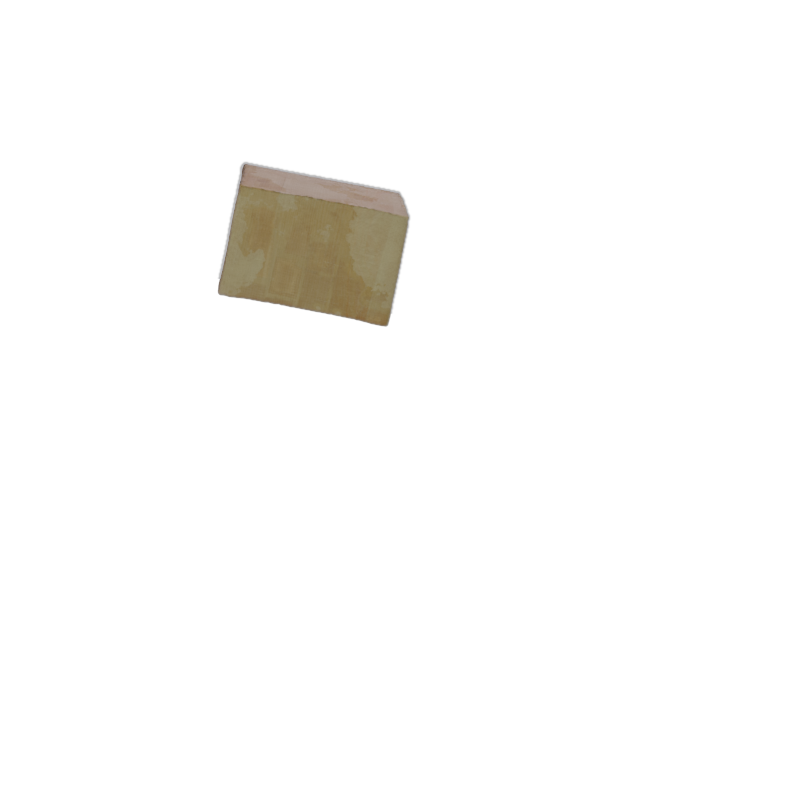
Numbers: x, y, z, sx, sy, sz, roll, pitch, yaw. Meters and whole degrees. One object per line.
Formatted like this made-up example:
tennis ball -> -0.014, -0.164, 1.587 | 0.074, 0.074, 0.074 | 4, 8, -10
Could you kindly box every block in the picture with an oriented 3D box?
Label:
block -> -0.039, -0.072, 0.504 | 0.077, 0.051, 0.053 | 11, 17, -5
